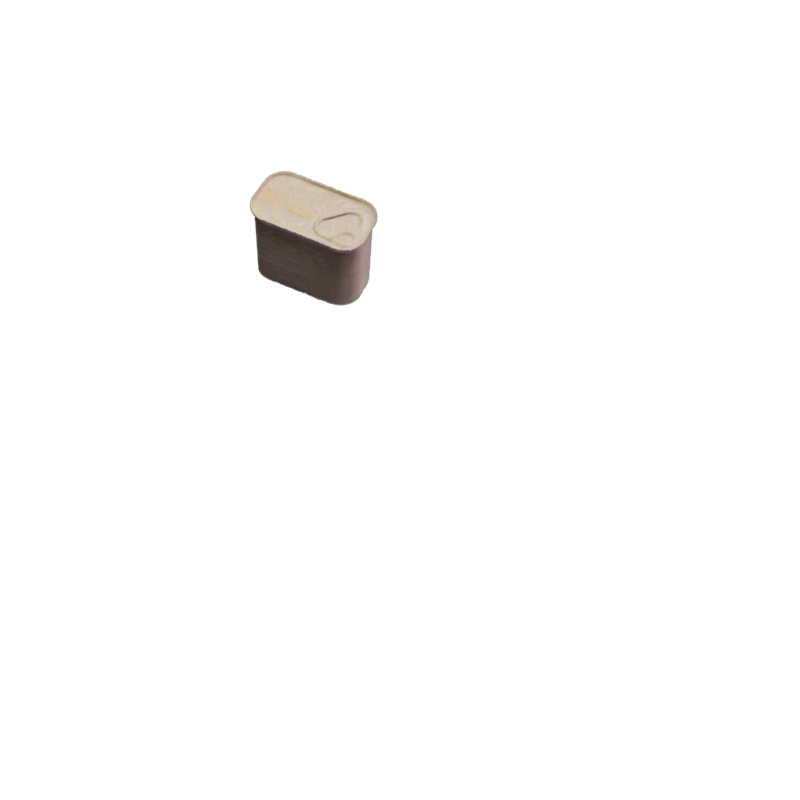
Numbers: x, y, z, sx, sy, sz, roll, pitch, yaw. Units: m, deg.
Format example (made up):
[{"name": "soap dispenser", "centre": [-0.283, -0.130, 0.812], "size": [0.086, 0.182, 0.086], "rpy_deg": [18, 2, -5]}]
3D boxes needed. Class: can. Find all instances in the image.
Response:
[{"name": "can", "centre": [-0.072, -0.132, 0.925], "size": [0.105, 0.060, 0.078], "rpy_deg": [23, -33, 14]}]
